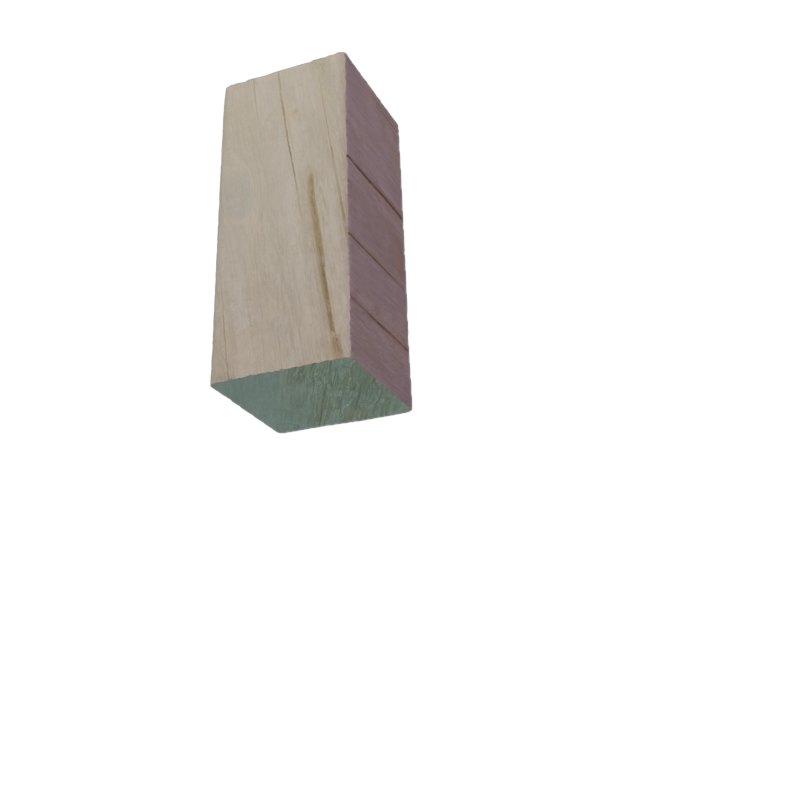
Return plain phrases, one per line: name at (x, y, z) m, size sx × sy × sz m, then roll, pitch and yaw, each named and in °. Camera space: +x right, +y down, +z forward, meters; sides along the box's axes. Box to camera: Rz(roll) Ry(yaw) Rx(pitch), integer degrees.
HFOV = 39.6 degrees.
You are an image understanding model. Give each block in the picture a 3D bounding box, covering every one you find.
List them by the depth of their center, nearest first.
block at (-0.054, -0.097, 0.681) m, size 0.091 × 0.219 × 0.084 m, roll -13°, pitch -29°, yaw 20°
